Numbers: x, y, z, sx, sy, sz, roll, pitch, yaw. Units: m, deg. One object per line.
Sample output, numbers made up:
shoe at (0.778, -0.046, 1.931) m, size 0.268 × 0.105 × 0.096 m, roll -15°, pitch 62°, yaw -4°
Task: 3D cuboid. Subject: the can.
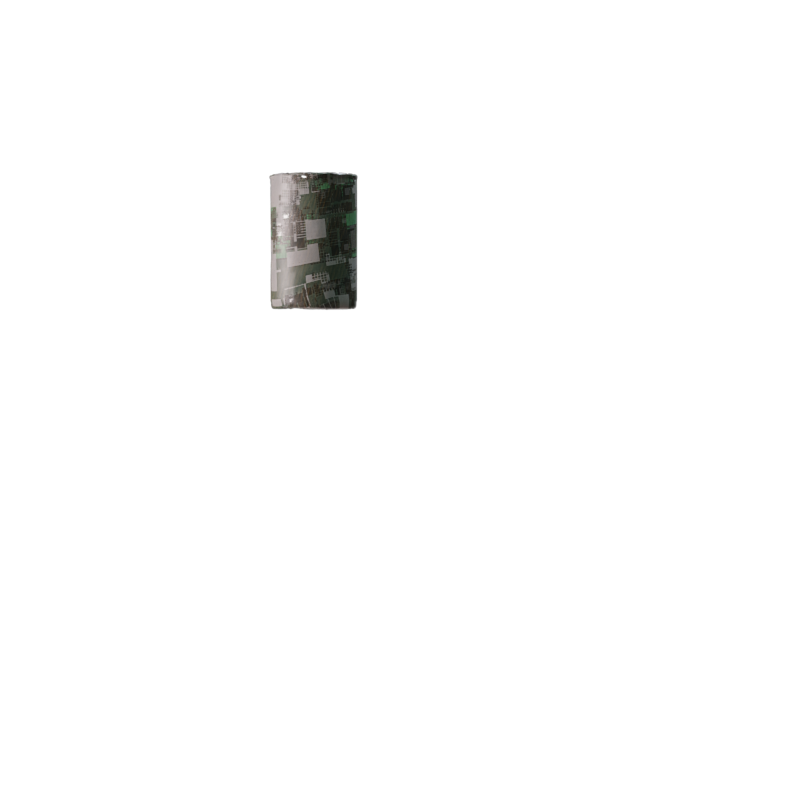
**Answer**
can at (-0.066, -0.121, 0.847) m, size 0.068 × 0.102 × 0.069 m, roll 0°, pitch 1°, yaw -2°
